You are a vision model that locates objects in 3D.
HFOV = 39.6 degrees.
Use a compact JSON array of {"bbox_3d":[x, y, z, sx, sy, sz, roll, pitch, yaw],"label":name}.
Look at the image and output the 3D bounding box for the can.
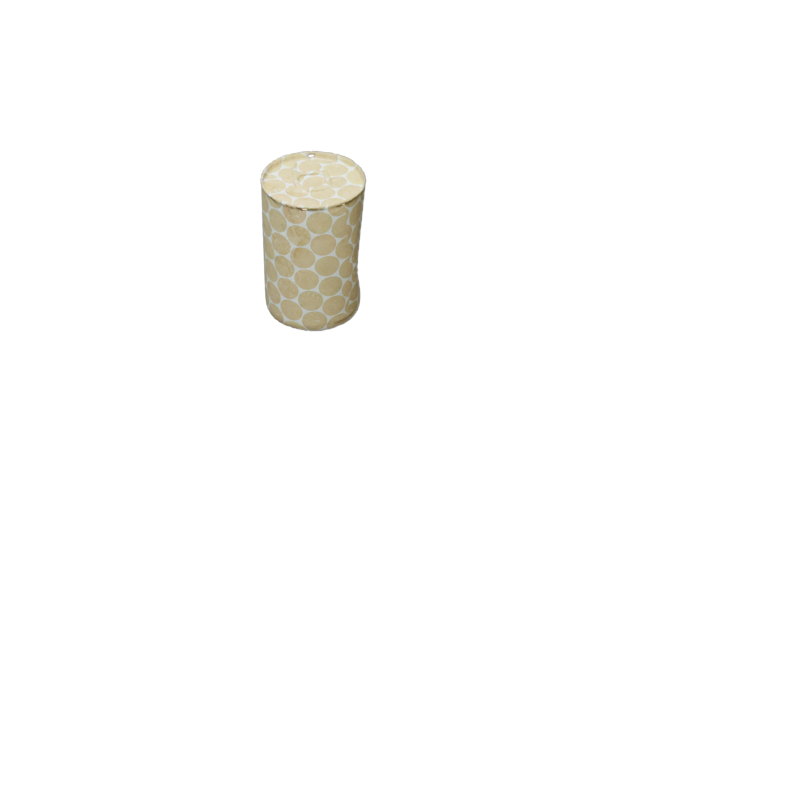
[{"bbox_3d":[-0.058,-0.106,0.739,0.068,0.095,0.073,0,39,-3],"label":"can"}]
